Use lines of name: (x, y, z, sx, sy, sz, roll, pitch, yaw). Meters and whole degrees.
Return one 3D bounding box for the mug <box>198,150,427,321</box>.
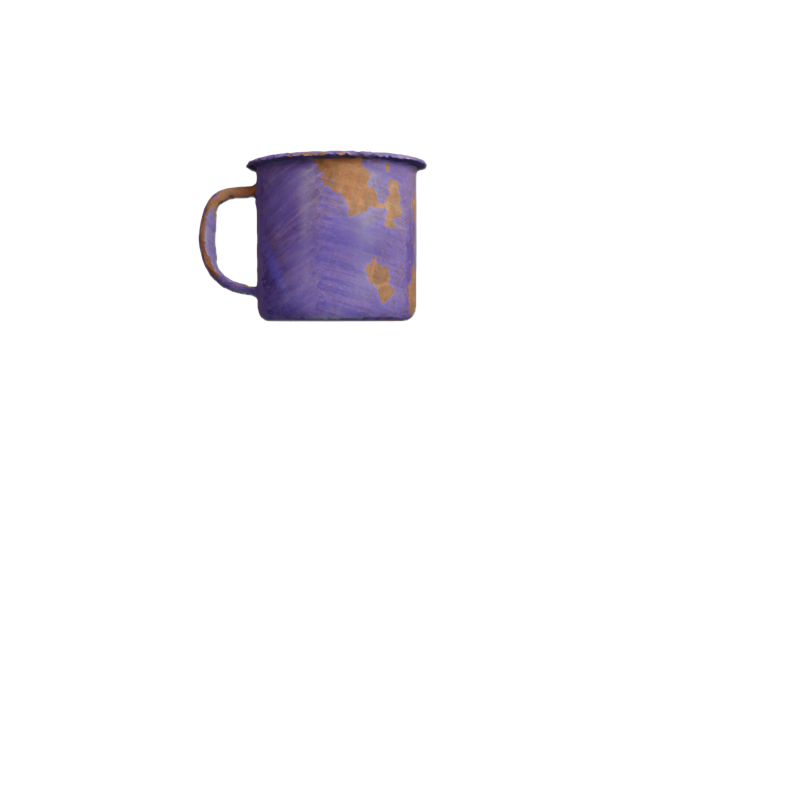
mug: (-0.045, -0.081, 0.569, 0.116, 0.082, 0.094, 0, 1, -7)
